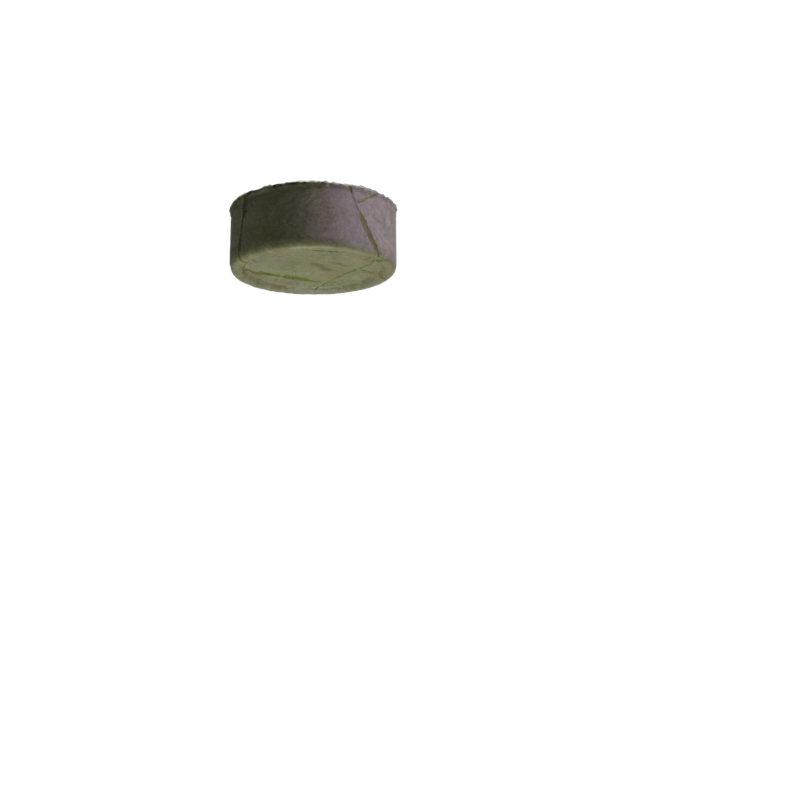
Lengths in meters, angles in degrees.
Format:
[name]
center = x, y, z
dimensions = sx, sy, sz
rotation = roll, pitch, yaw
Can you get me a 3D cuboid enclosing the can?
[can]
center = -0.044, -0.080, 0.563
dimensions = 0.086, 0.035, 0.083
rotation = 0, -12, -2
